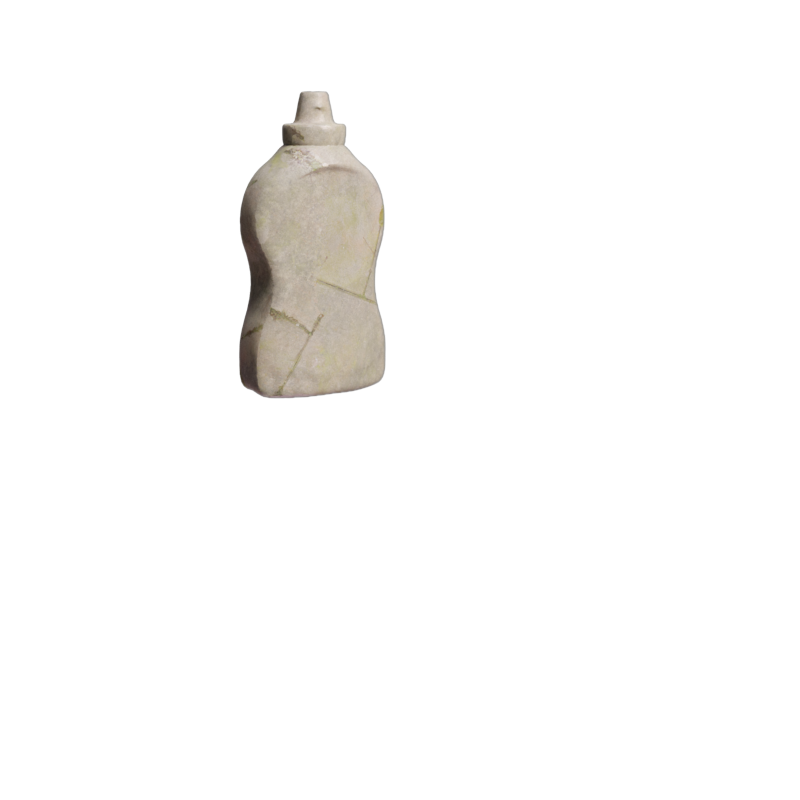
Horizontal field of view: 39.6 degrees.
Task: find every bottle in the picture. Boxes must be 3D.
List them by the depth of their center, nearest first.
[{"bbox_3d":[-0.056,-0.102,0.713,0.093,0.188,0.061,-4,8,-28],"label":"bottle"}]
